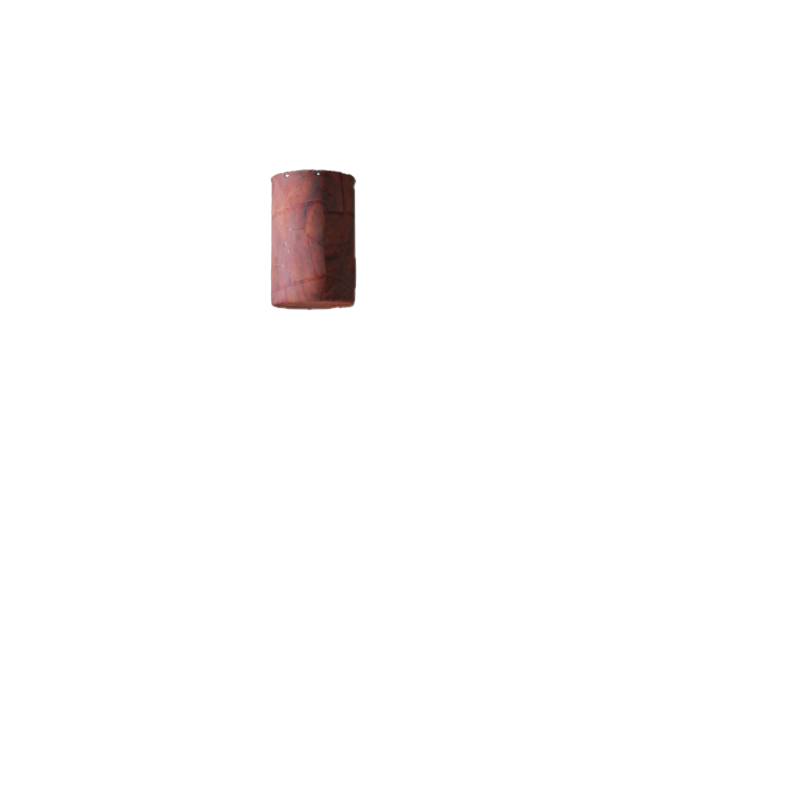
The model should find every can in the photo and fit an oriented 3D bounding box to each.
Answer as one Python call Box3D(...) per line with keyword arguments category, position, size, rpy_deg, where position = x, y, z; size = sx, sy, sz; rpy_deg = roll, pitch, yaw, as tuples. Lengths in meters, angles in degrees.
Box3D(category="can", position=(-0.068, -0.125, 0.875), size=(0.068, 0.104, 0.067), rpy_deg=(0, -6, -2))
